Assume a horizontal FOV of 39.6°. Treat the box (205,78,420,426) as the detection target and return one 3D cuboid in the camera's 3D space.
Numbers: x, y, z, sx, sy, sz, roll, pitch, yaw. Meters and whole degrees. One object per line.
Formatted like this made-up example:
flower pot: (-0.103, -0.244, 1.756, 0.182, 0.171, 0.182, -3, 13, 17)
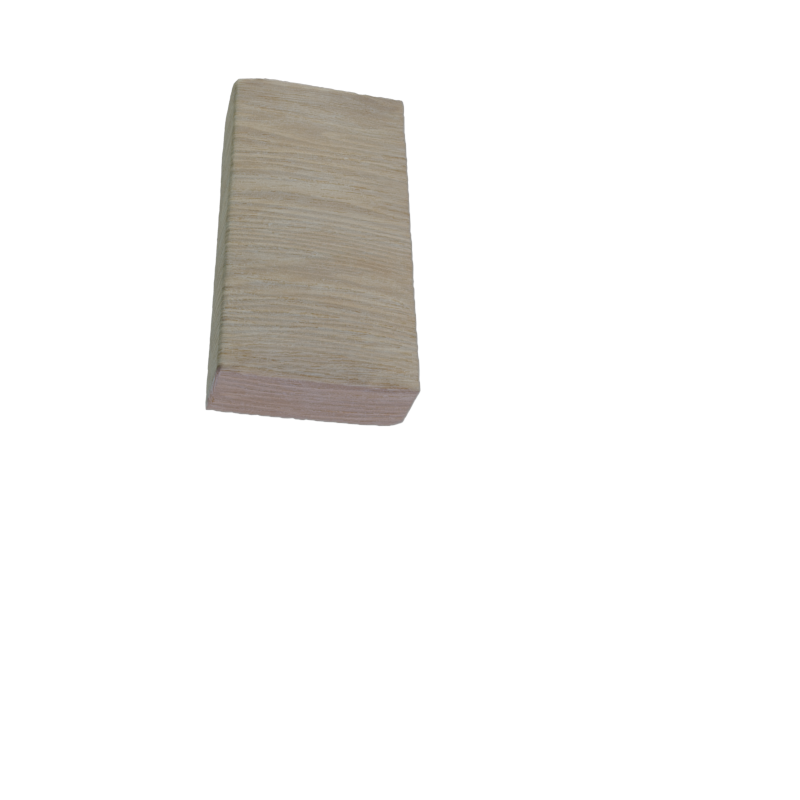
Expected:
box: (-0.042, -0.077, 0.541, 0.092, 0.188, 0.046, 5, -32, -12)
